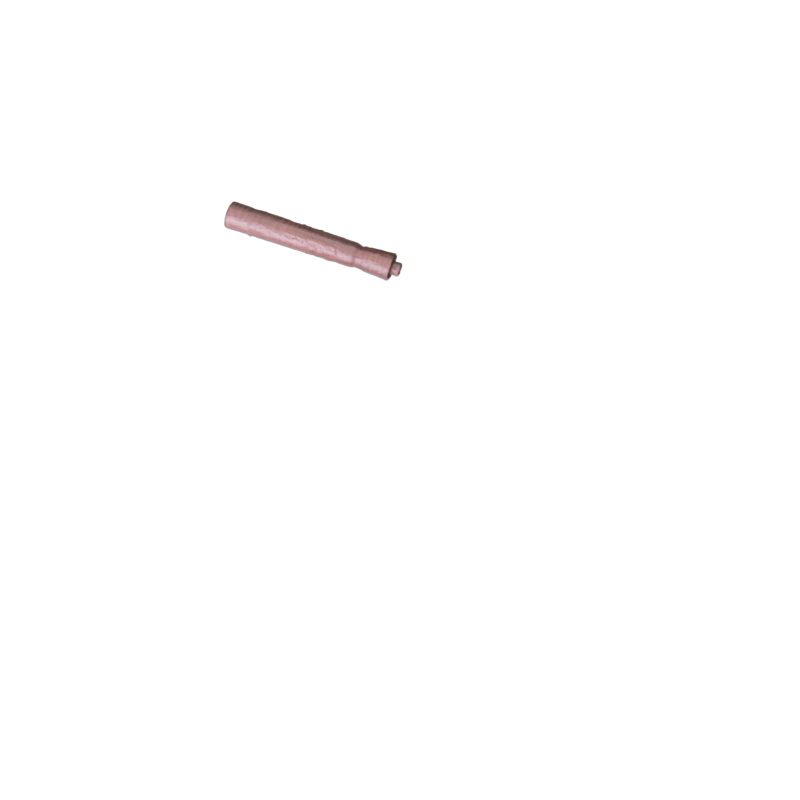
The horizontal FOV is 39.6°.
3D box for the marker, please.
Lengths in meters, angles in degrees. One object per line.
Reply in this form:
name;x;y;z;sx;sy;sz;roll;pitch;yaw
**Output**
marker;-0.057;-0.104;0.729;0.124;0.020;0.019;20;7;11
